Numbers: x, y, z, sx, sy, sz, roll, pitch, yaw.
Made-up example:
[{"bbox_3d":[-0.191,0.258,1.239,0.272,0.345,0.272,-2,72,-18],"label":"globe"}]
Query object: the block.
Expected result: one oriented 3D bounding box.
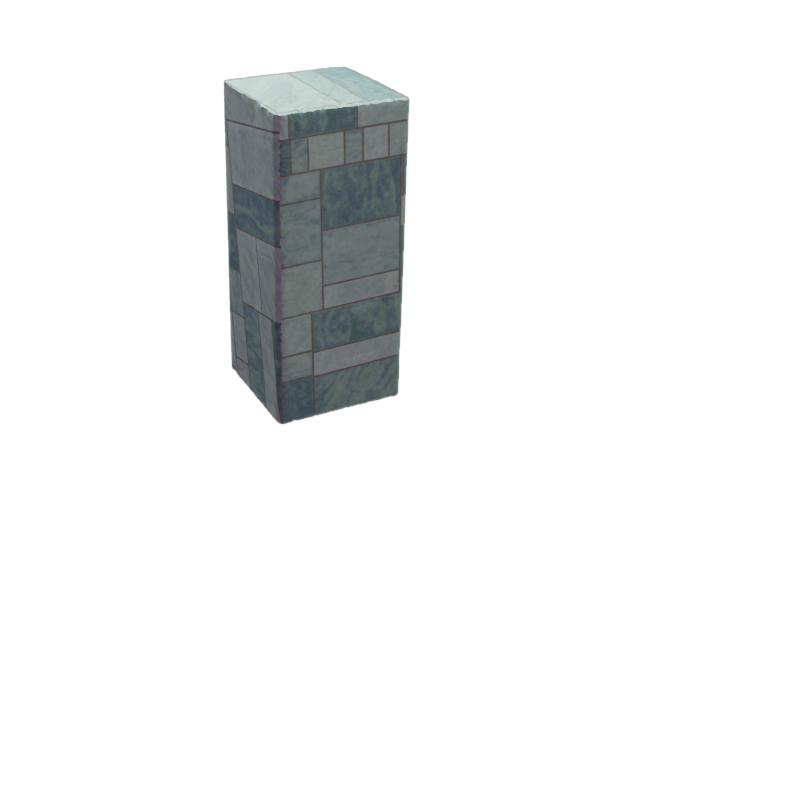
[{"bbox_3d":[-0.057,-0.104,0.724,0.089,0.195,0.097,-12,29,-26],"label":"block"}]
